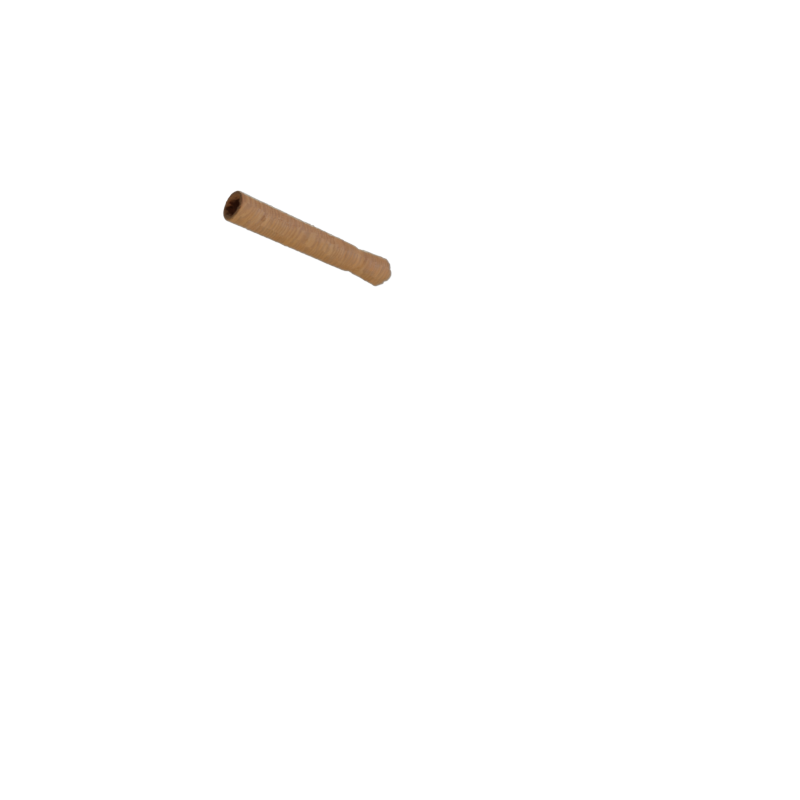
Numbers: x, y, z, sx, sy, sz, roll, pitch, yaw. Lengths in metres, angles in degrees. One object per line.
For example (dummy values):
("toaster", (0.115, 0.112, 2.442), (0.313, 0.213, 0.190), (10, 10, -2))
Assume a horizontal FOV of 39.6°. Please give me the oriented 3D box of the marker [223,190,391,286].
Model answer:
("marker", (-0.052, -0.095, 0.665), (0.114, 0.020, 0.021), (20, -9, -35))
